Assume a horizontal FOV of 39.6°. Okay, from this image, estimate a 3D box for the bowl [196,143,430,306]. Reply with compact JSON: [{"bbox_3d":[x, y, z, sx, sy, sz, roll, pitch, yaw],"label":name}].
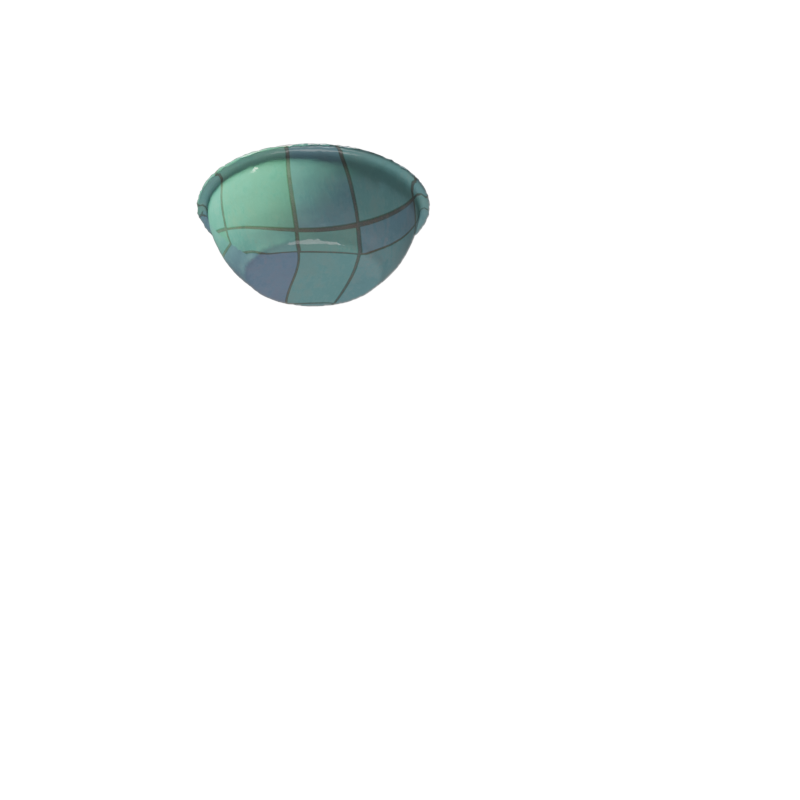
[{"bbox_3d":[-0.059,-0.108,0.758,0.162,0.058,0.153,1,-24,-2],"label":"bowl"}]
